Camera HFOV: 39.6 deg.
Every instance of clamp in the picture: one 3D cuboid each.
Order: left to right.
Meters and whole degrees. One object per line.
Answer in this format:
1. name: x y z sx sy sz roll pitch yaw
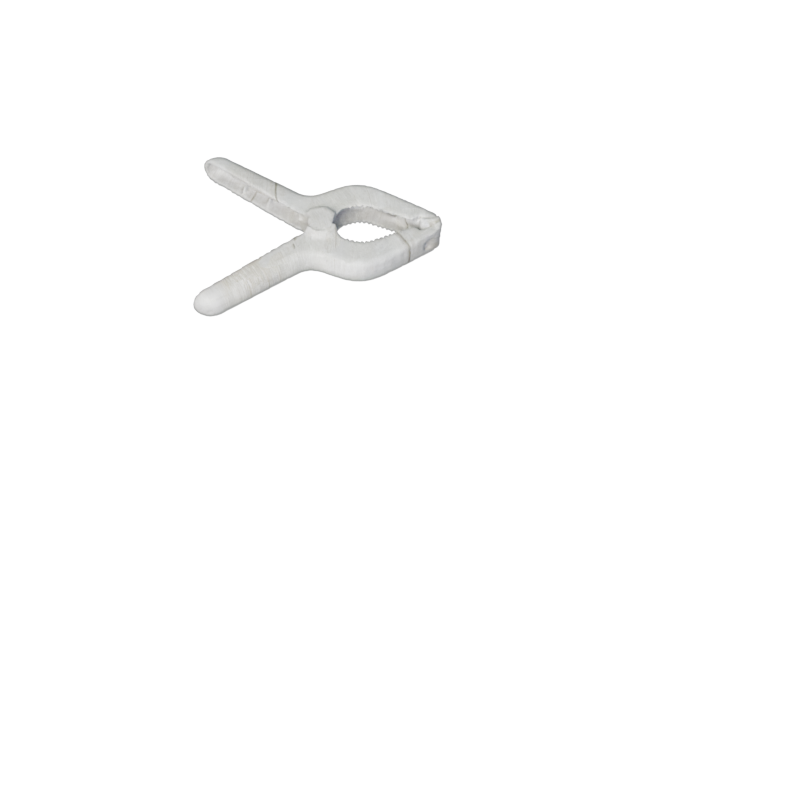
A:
1. clamp: -0.072 -0.132 0.923 0.211 0.175 0.034 4 -36 3
